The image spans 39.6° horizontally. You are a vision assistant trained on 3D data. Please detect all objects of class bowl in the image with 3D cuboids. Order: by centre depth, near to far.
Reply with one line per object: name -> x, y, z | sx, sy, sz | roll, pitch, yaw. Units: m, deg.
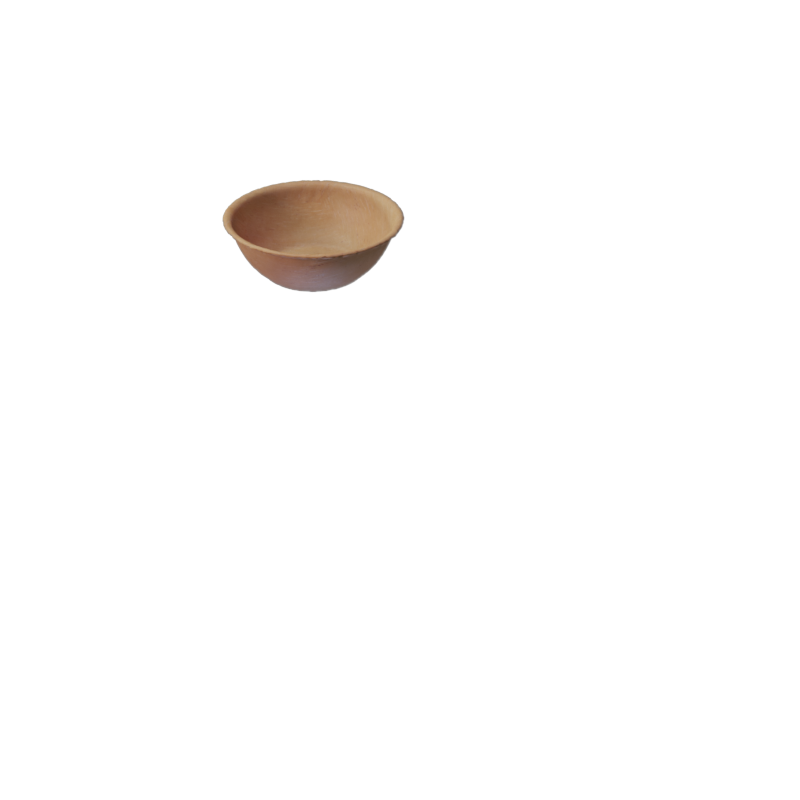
bowl -> -0.078, -0.143, 1.000 | 0.162, 0.052, 0.172 | -1, 32, -2
